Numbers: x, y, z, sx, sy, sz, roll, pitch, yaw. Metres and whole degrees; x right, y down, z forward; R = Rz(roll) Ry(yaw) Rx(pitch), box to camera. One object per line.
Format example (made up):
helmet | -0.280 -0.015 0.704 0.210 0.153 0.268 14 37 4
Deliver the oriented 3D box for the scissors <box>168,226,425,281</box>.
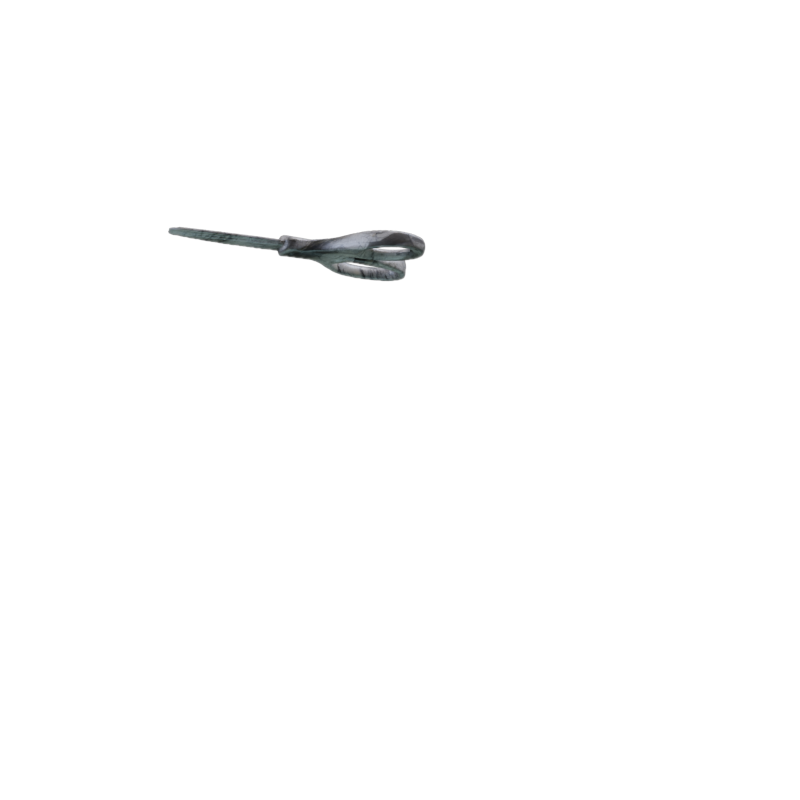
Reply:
scissors | -0.066 -0.121 0.849 0.192 0.016 0.097 10 -17 -36
